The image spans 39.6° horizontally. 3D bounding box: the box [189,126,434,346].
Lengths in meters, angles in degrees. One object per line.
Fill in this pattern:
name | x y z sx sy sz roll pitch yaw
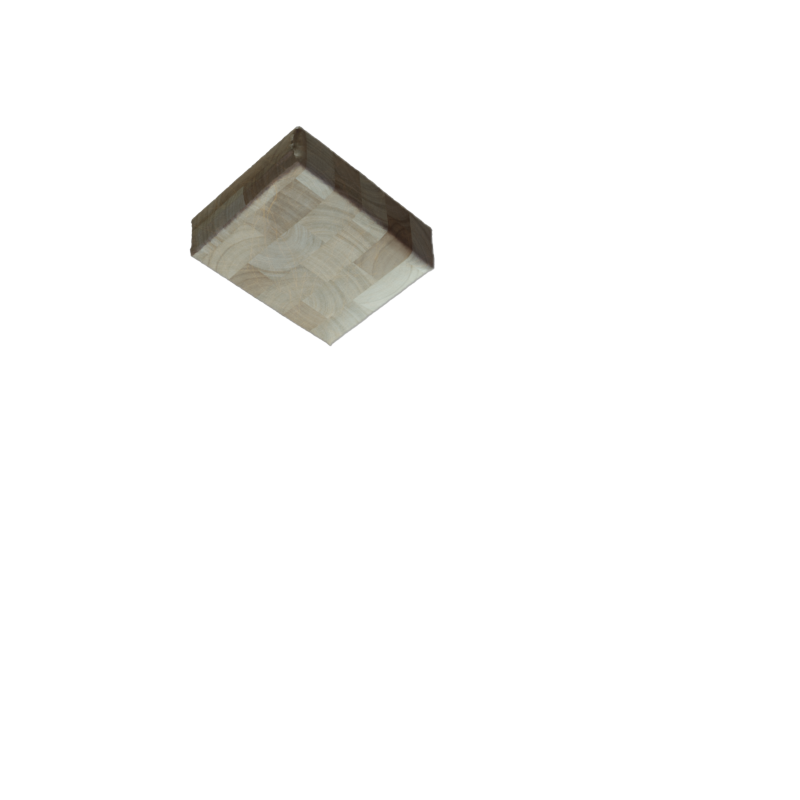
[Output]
box | -0.049 -0.090 0.630 0.089 0.042 0.107 -36 -56 29
